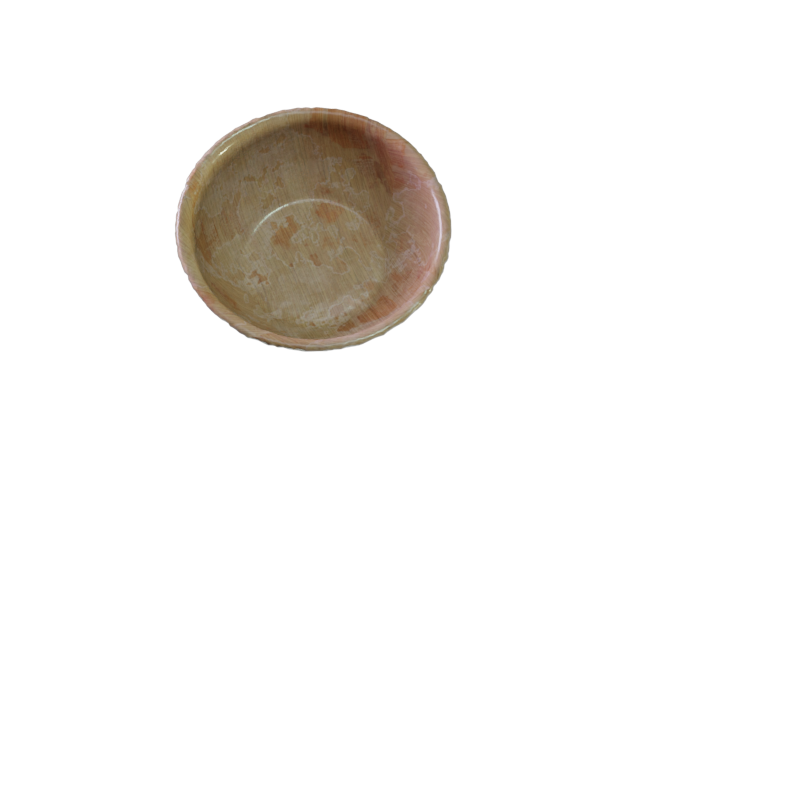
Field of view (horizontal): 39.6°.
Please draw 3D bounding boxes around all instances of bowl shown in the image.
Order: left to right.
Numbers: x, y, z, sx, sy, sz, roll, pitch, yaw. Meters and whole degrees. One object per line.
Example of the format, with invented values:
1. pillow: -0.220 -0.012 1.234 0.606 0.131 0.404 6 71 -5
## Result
1. bowl: -0.053 -0.096 0.672 0.162 0.171 0.052 -1 -25 -1
